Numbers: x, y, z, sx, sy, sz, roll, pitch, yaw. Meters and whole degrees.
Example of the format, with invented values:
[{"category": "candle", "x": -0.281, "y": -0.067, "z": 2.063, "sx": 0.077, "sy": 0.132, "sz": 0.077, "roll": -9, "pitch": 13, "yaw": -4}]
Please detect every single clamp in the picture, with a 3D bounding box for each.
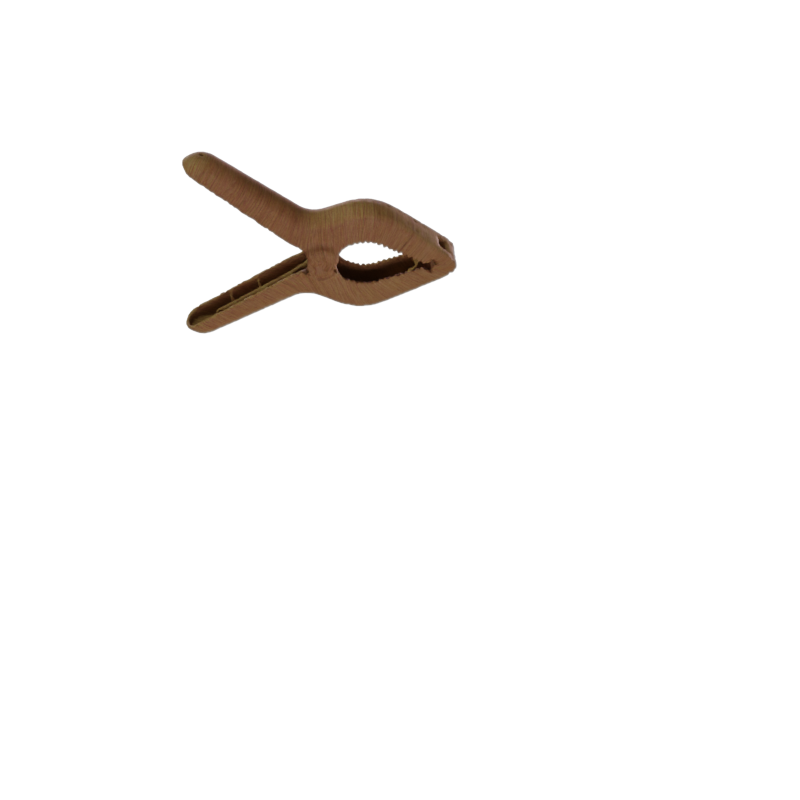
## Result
[{"category": "clamp", "x": -0.064, "y": -0.117, "z": 0.821, "sx": 0.210, "sy": 0.153, "sz": 0.039, "roll": -2, "pitch": 44, "yaw": 2}]
